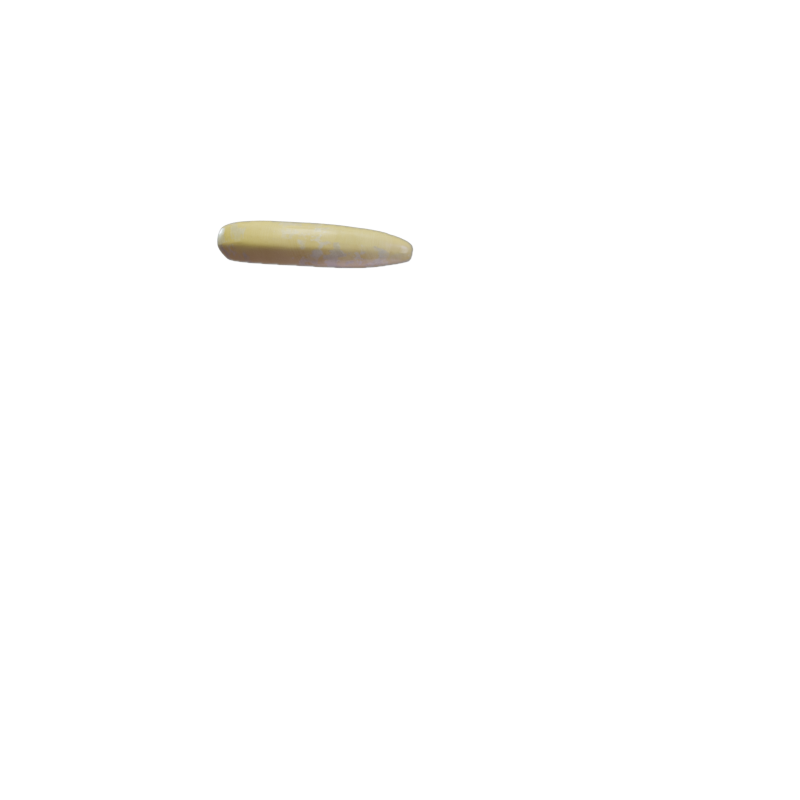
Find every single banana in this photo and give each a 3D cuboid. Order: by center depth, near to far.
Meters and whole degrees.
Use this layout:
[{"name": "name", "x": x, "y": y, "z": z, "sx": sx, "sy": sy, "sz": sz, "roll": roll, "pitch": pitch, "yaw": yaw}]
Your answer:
[{"name": "banana", "x": -0.087, "y": -0.132, "z": 0.932, "sx": 0.206, "sy": 0.036, "sz": 0.068, "roll": 8, "pitch": 13, "yaw": 35}]
